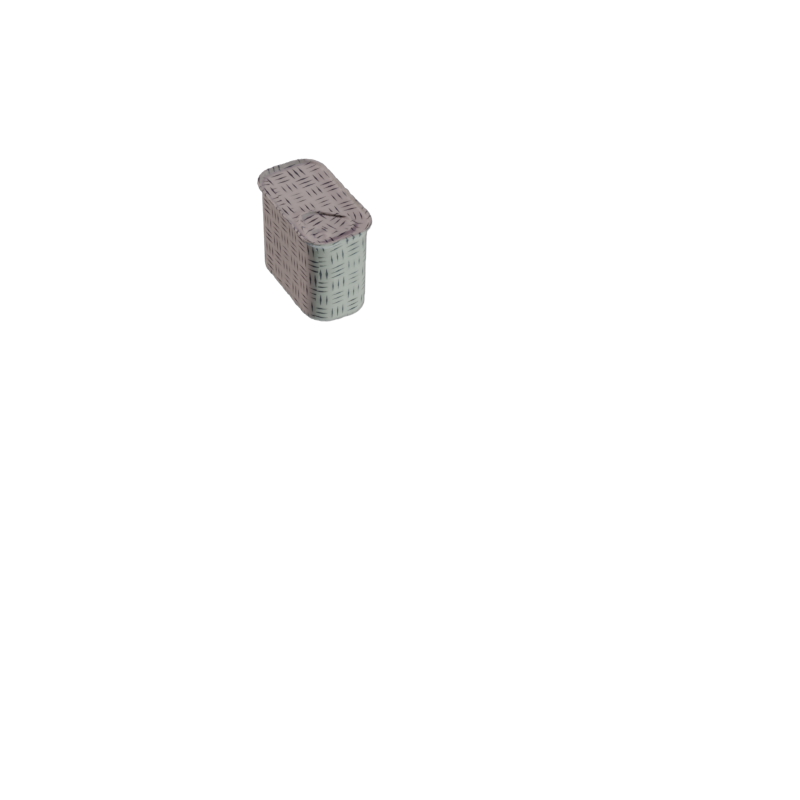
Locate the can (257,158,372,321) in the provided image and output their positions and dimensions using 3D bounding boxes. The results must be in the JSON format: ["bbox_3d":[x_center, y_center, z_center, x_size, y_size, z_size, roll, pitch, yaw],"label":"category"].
[{"bbox_3d":[-0.066,-0.121,0.850,0.057,0.078,0.110,-21,48,-23],"label":"can"}]
